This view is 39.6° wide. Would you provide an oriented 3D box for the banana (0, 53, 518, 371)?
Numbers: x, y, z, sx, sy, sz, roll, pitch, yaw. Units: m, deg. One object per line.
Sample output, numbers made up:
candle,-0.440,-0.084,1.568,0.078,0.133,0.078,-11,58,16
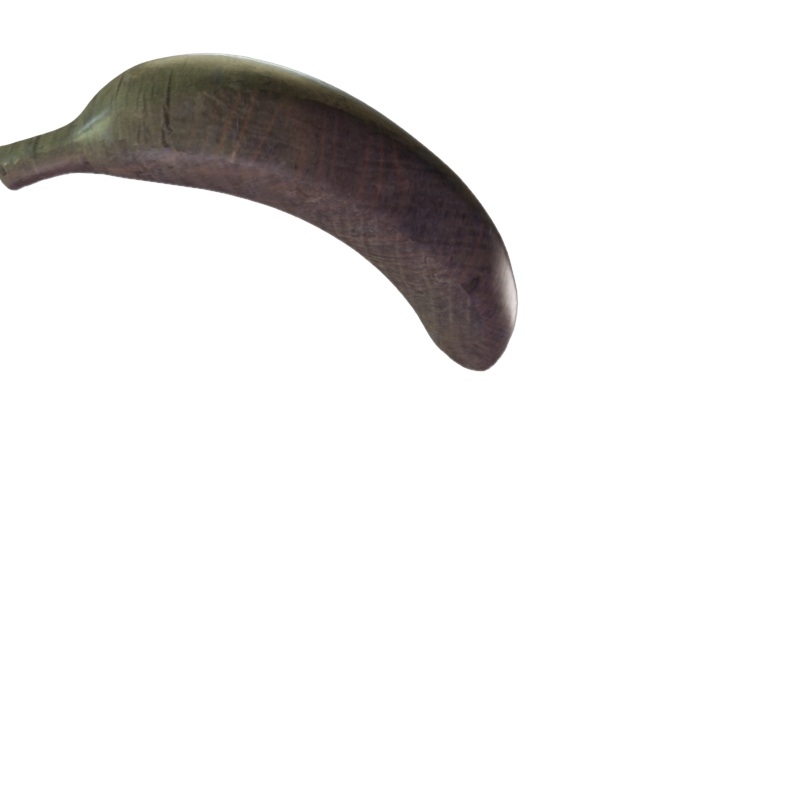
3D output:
banana,-0.017,-0.056,0.333,0.186,0.039,0.070,22,-34,-38
